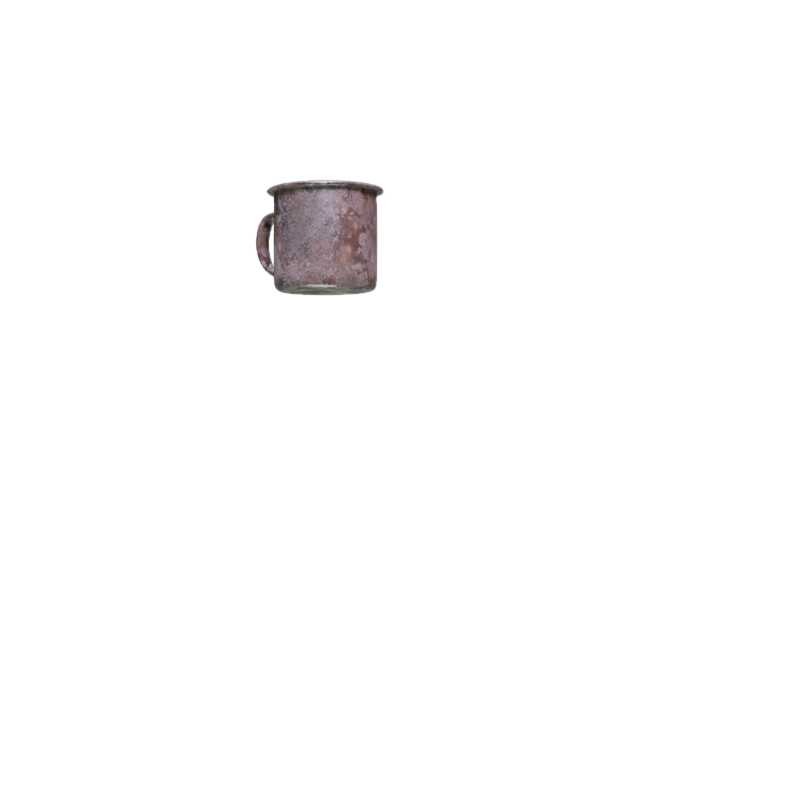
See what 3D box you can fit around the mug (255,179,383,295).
[{"bbox_3d":[-0.069,-0.126,0.884,0.121,0.083,0.089,-1,-3,35],"label":"mug"}]
